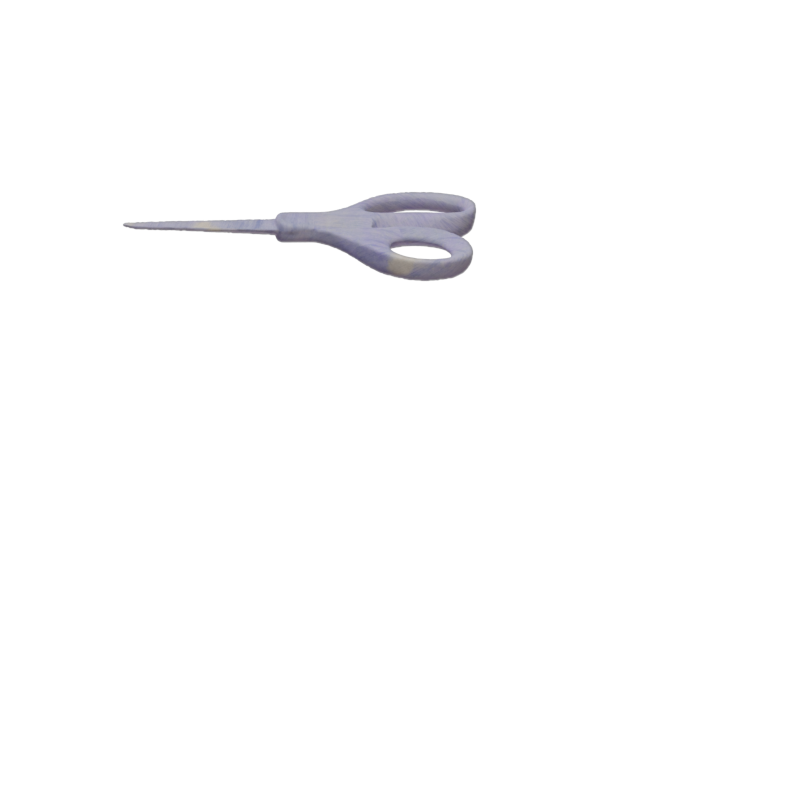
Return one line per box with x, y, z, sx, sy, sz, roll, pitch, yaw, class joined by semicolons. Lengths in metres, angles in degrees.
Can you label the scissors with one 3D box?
-0.048;-0.088;0.617;0.199;0.015;0.104;-9;35;-13;scissors
